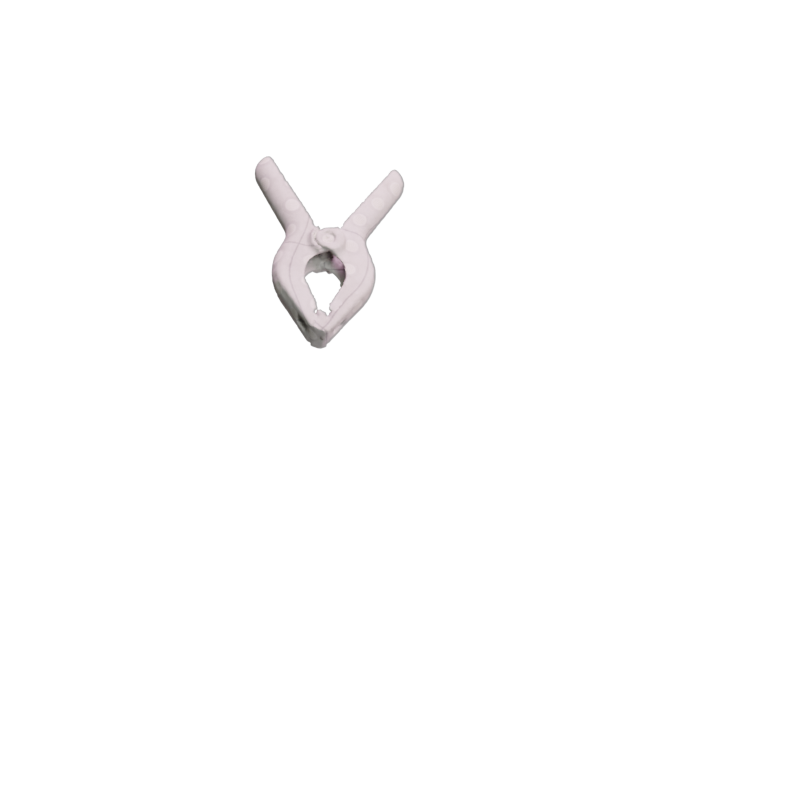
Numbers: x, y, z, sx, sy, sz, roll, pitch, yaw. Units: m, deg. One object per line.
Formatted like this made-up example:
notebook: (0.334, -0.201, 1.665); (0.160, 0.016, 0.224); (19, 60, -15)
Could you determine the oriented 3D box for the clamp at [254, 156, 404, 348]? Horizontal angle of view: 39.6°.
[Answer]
clamp: (-0.067, -0.123, 0.862); (0.121, 0.182, 0.037); (8, -36, 5)
